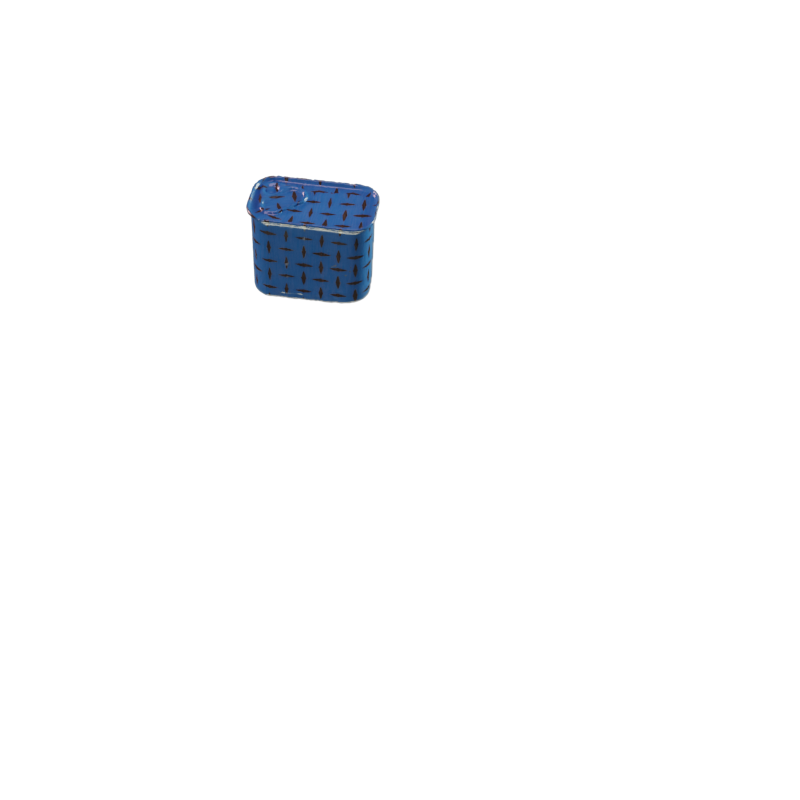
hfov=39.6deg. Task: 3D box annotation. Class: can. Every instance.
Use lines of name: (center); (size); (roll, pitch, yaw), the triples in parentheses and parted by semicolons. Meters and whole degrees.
can: (-0.070, -0.127, 0.891); (0.103, 0.078, 0.061); (7, 45, 6)
